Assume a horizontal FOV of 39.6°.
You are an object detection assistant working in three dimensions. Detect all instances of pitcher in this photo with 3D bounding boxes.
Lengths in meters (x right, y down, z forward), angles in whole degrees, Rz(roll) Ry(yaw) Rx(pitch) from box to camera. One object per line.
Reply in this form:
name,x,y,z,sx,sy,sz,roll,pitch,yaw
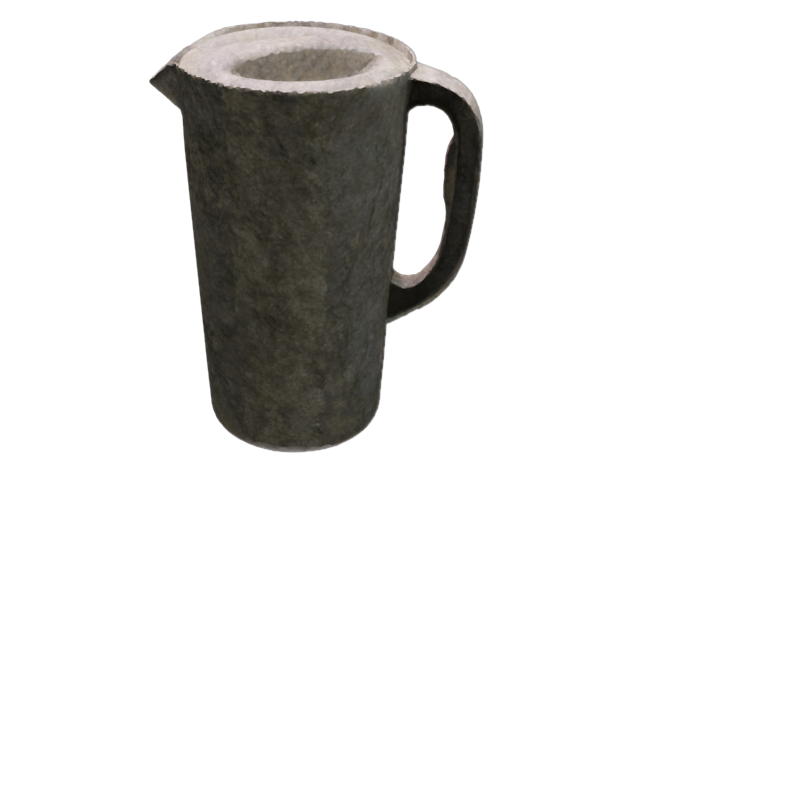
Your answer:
pitcher,-0.051,-0.094,0.656,0.143,0.229,0.160,-20,36,-33
